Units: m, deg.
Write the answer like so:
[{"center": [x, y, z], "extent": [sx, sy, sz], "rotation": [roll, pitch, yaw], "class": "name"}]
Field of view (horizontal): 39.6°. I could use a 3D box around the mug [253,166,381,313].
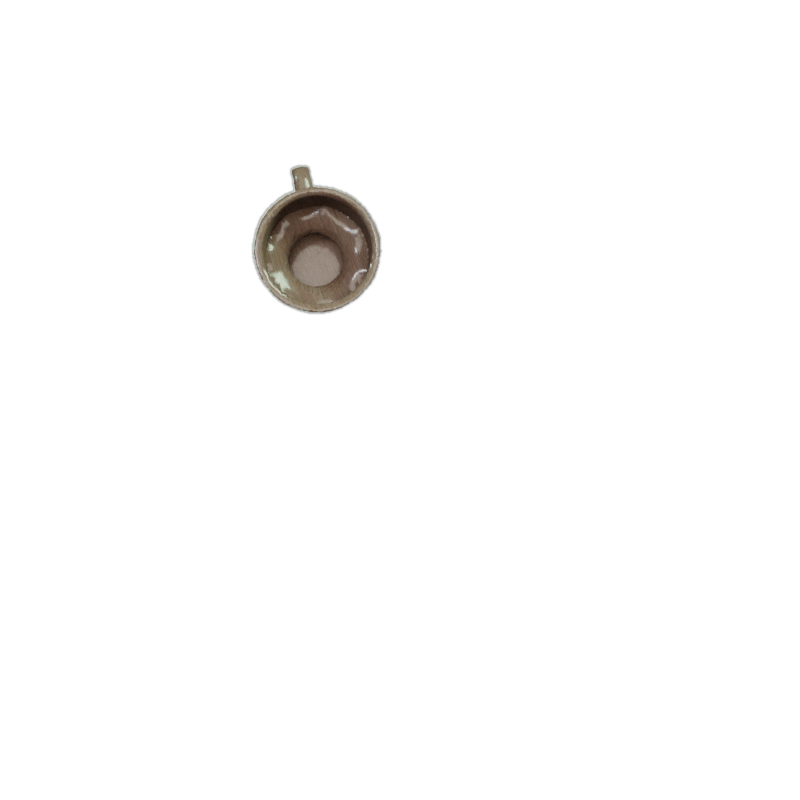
[{"center": [-0.066, -0.121, 0.848], "extent": [0.093, 0.120, 0.080], "rotation": [-14, -6, -3], "class": "mug"}]
